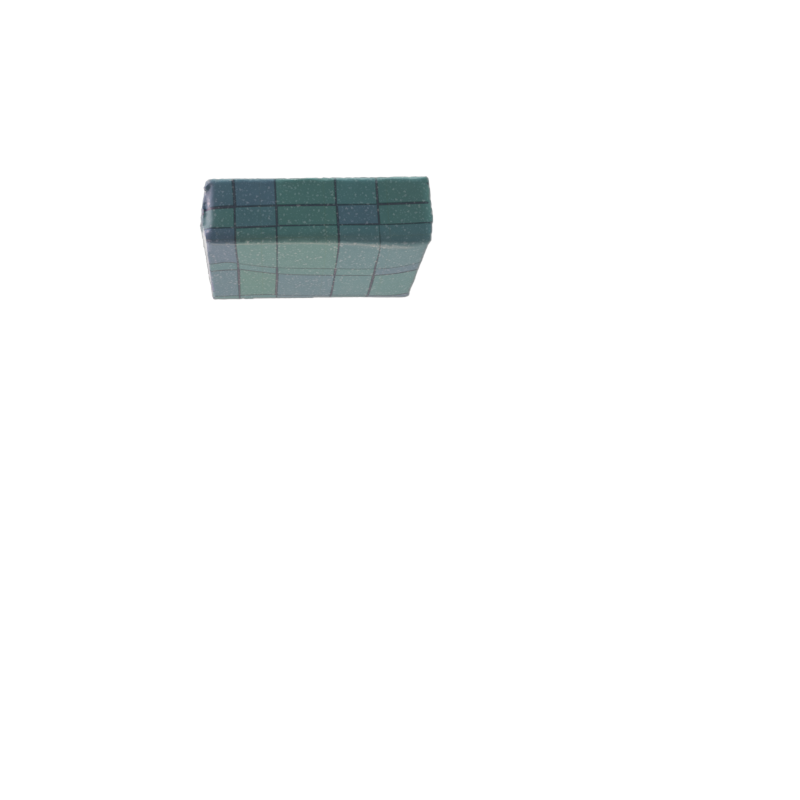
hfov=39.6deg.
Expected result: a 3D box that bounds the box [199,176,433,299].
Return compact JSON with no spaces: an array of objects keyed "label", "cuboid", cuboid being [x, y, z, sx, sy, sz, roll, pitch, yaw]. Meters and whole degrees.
[{"label":"box","cuboid":[-0.045,-0.082,0.577,0.113,0.040,0.087,1,-14,-4]}]
